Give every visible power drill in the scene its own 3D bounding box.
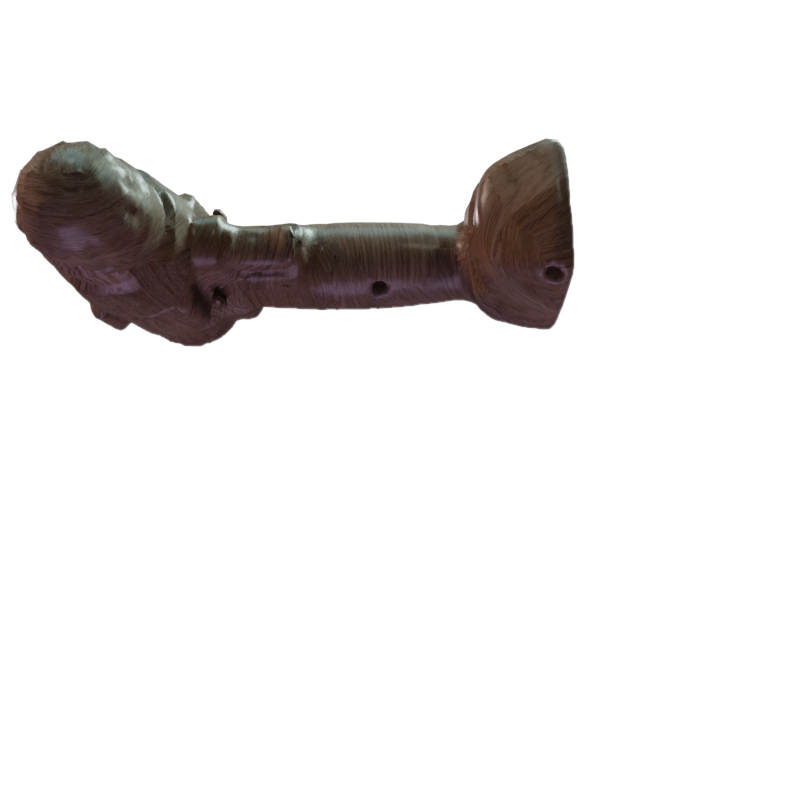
[{"bbox_3d":[-0.033,-0.060,0.420,0.189,0.059,0.178,-1,-6,7],"label":"power drill"}]
